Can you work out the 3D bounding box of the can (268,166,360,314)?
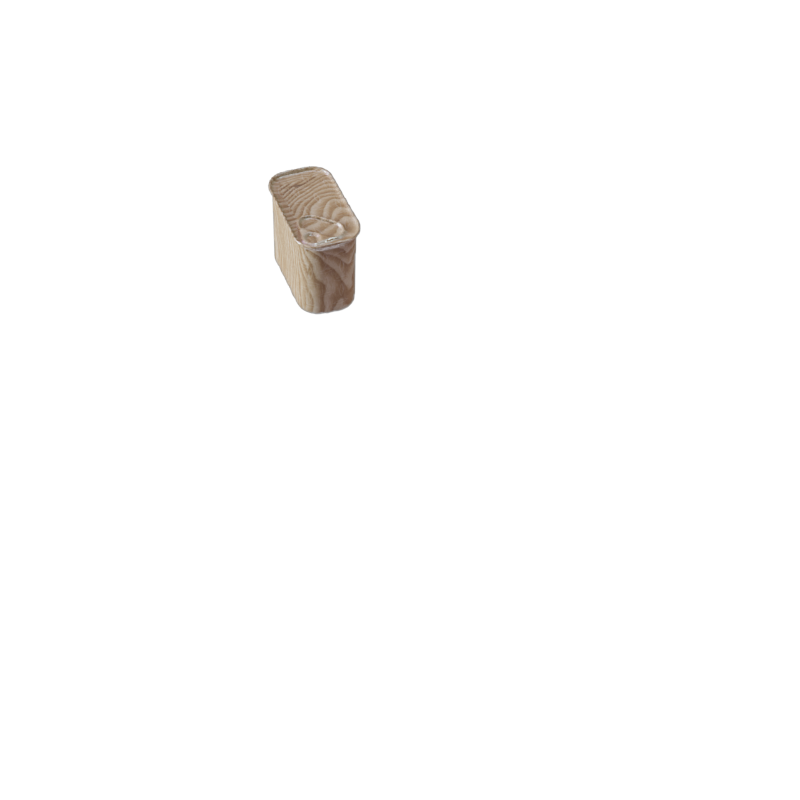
[{"bbox_3d":[-0.074,-0.136,0.950,0.057,0.078,0.110,-14,48,-16],"label":"can"}]
